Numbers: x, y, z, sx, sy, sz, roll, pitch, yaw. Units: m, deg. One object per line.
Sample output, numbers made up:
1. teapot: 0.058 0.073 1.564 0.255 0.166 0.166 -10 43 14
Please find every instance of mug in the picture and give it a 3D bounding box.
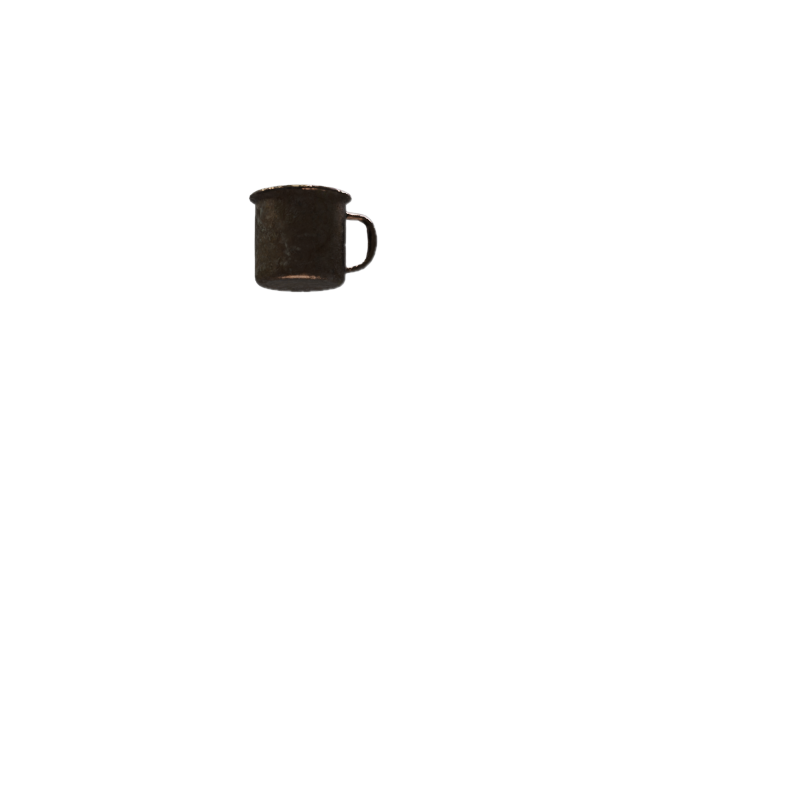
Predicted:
1. mug: -0.078 -0.142 0.997 0.115 0.084 0.093 2 -8 -15
